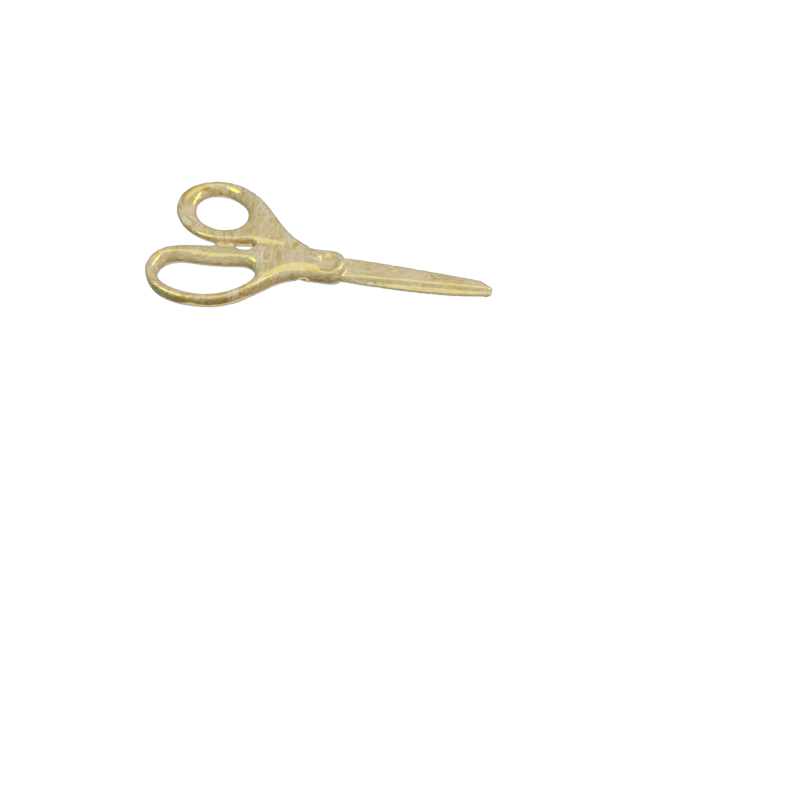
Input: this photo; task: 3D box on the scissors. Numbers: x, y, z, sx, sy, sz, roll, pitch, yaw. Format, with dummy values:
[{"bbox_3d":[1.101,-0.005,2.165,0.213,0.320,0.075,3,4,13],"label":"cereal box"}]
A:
[{"bbox_3d":[-0.052,-0.096,0.670,0.201,0.103,0.015,-5,-32,-3],"label":"scissors"}]
